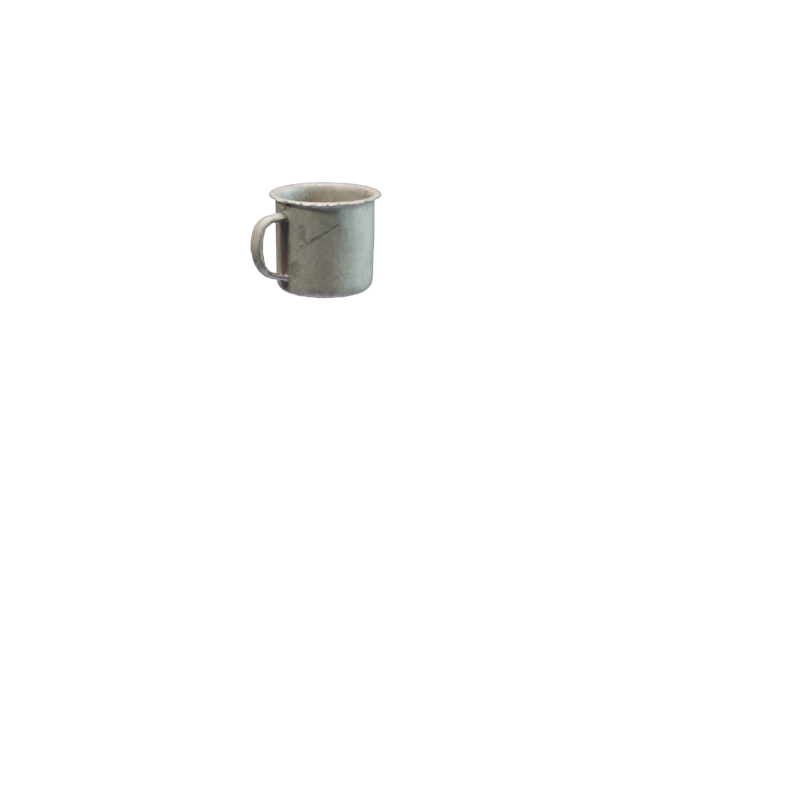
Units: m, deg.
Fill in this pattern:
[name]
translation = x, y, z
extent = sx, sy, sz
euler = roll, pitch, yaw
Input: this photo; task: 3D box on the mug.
[mug]
translation = -0.072, -0.131, 0.920
extent = 0.115, 0.079, 0.099
euler = -15, 24, -37
